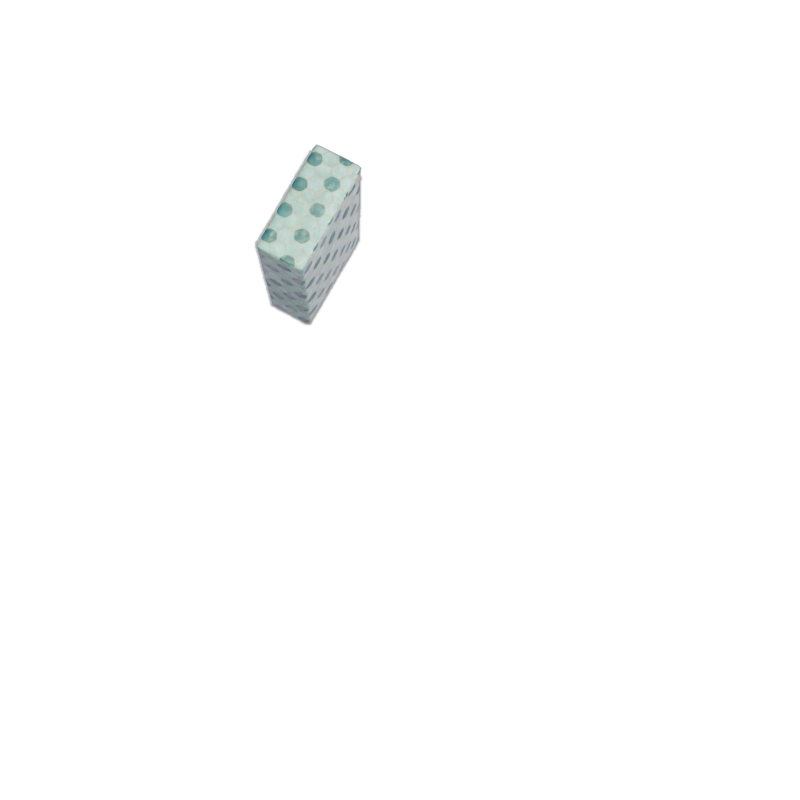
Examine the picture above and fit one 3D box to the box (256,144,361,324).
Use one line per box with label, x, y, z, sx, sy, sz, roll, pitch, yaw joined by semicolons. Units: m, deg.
box;-0.069;-0.125;0.881;0.048;0.095;0.172;28;-10;0
